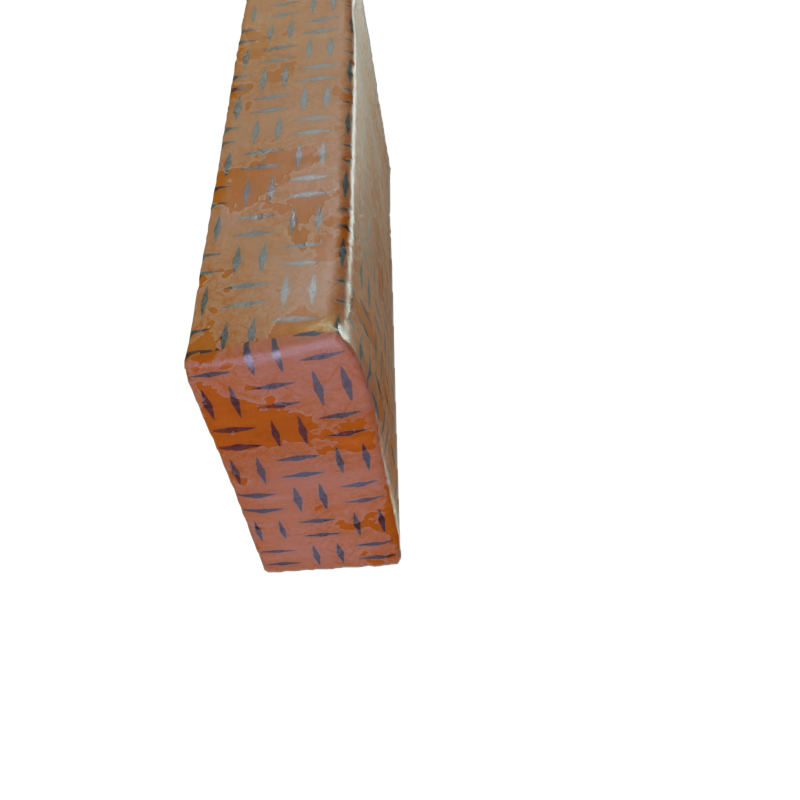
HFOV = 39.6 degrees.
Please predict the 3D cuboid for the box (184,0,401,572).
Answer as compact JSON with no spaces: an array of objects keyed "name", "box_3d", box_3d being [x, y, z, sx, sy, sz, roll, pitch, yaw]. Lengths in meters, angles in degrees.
[{"name":"box","box_3d":[-0.027,-0.049,0.345,0.048,0.189,0.086,-8,-45,4]}]
